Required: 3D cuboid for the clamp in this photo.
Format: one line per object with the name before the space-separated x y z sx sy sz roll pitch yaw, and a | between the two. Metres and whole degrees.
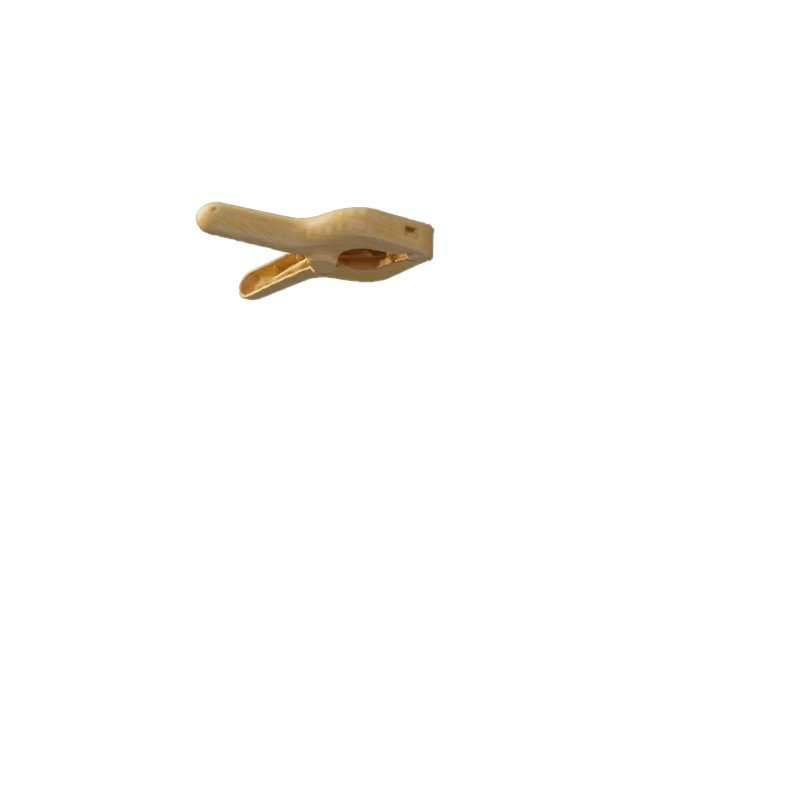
clamp | -0.064 -0.117 0.821 0.174 0.041 0.112 -7 -22 19
